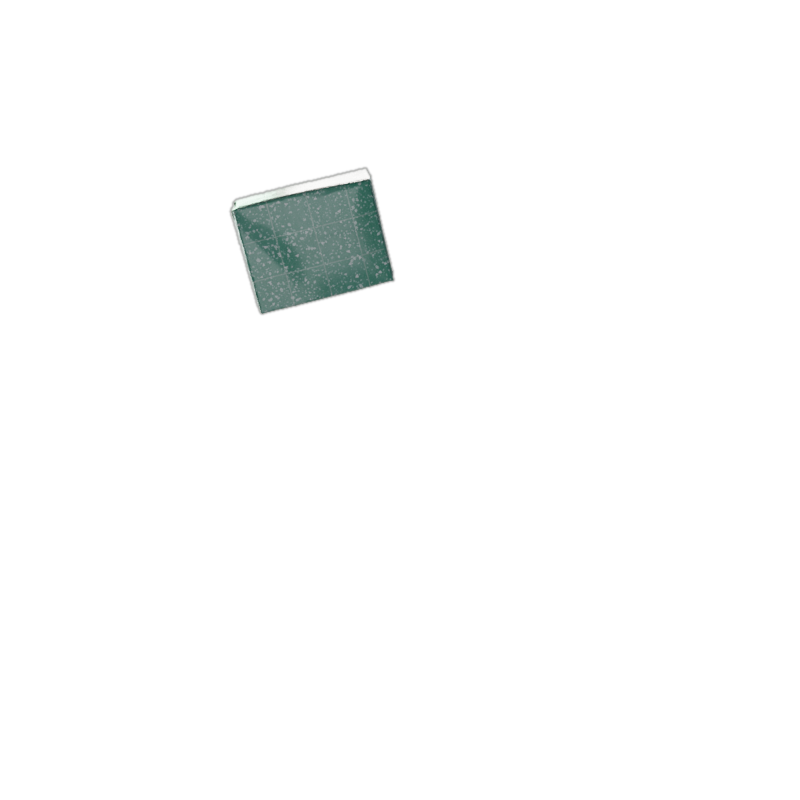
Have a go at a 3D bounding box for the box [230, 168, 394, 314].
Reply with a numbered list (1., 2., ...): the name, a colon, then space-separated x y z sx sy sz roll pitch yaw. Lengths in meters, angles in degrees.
1. box: -0.069 -0.126 0.881 0.114 0.086 0.040 -13 16 3
